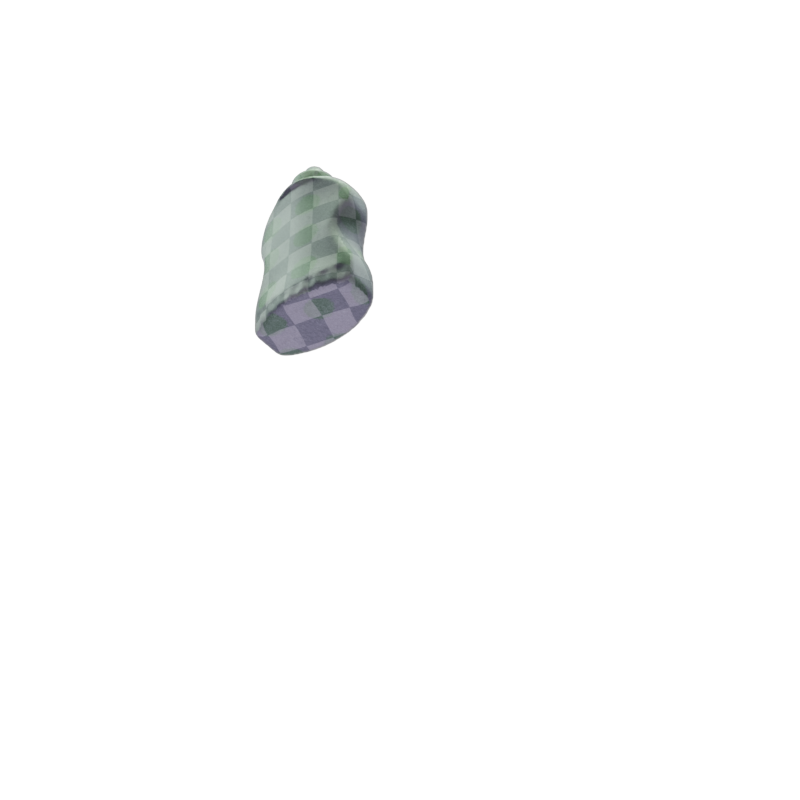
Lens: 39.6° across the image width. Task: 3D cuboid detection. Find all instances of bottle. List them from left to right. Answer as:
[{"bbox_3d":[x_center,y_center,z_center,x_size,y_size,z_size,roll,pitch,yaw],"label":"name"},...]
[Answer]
[{"bbox_3d":[-0.071,-0.129,0.908,0.096,0.206,0.054,-31,-52,24],"label":"bottle"}]
